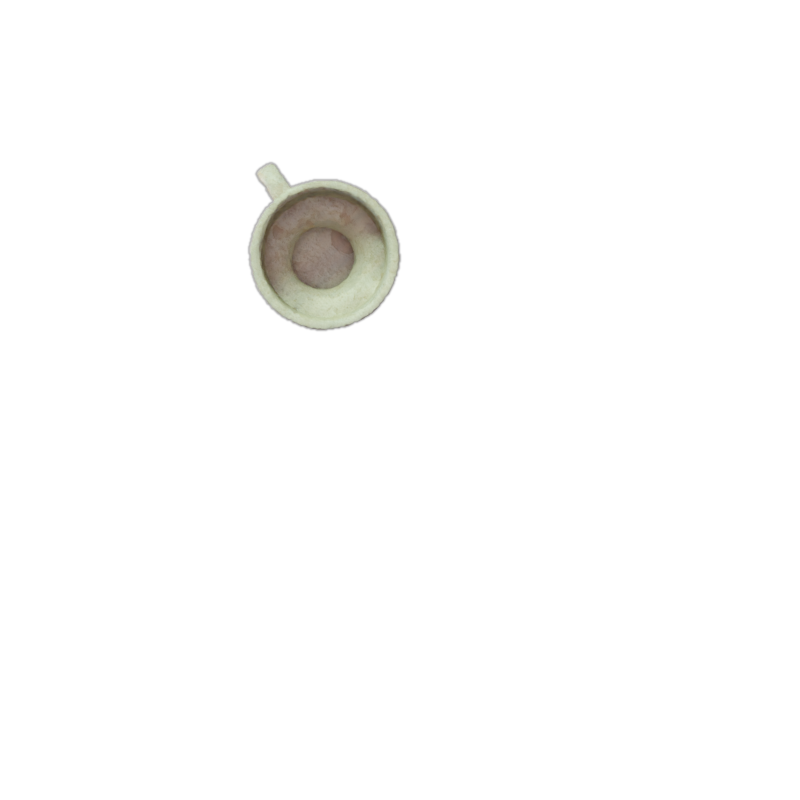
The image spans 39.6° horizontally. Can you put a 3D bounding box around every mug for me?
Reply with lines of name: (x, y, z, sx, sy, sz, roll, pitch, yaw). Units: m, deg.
mug: (-0.057, -0.104, 0.725, 0.093, 0.117, 0.082, -37, 1, -1)
